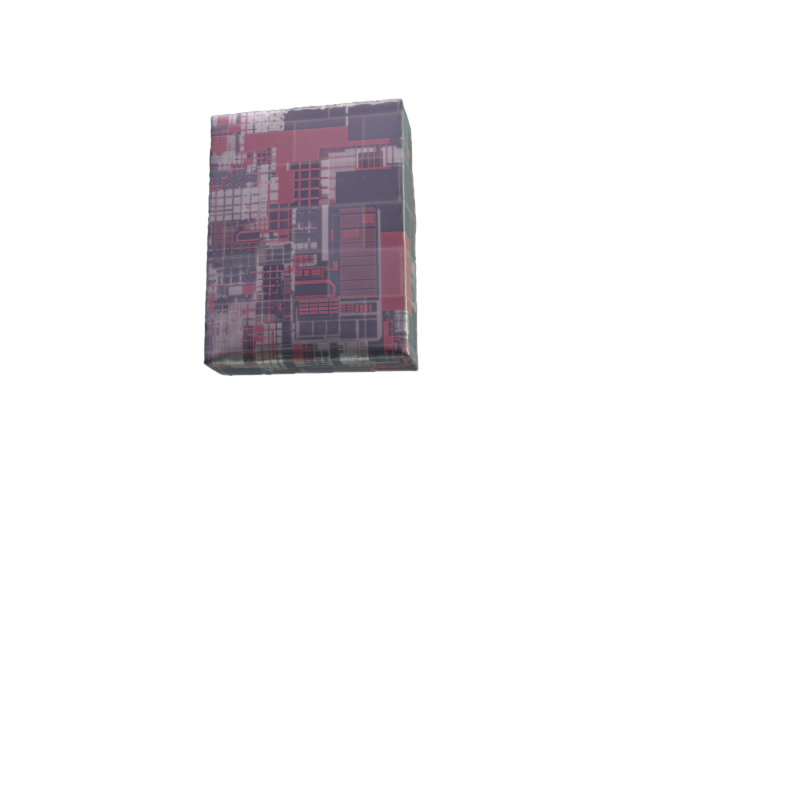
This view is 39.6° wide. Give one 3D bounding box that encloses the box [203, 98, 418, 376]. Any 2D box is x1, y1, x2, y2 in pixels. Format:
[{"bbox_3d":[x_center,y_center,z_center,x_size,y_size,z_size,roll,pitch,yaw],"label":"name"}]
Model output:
[{"bbox_3d":[-0.071,-0.129,0.906,0.166,0.222,0.068,-4,-17,10],"label":"box"}]
